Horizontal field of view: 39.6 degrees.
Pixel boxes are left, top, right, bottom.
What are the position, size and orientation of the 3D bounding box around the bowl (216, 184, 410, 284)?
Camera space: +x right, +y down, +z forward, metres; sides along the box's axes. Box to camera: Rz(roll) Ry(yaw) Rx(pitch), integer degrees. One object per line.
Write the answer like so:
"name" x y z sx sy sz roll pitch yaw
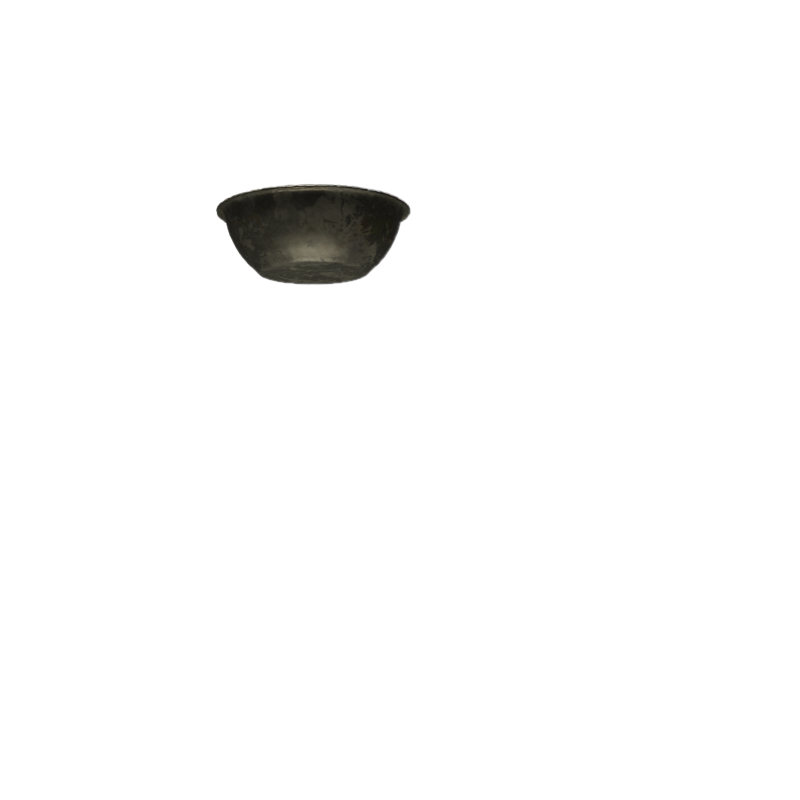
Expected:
"bowl" -0.072 -0.131 0.917 0.162 0.056 0.158 0 -7 -2
